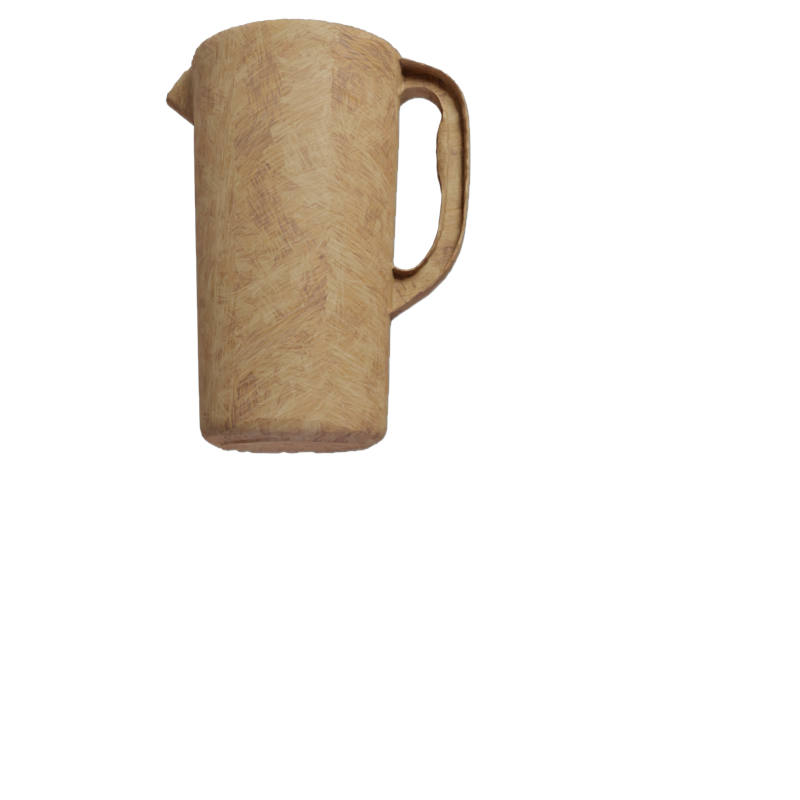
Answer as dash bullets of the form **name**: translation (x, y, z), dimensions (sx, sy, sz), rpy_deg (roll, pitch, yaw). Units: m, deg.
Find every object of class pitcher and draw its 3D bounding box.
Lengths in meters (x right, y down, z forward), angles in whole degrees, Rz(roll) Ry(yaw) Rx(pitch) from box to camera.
- **pitcher**: translation (-0.052, -0.094, 0.662), dimensions (0.138, 0.251, 0.152), rpy_deg (10, -16, -39)
